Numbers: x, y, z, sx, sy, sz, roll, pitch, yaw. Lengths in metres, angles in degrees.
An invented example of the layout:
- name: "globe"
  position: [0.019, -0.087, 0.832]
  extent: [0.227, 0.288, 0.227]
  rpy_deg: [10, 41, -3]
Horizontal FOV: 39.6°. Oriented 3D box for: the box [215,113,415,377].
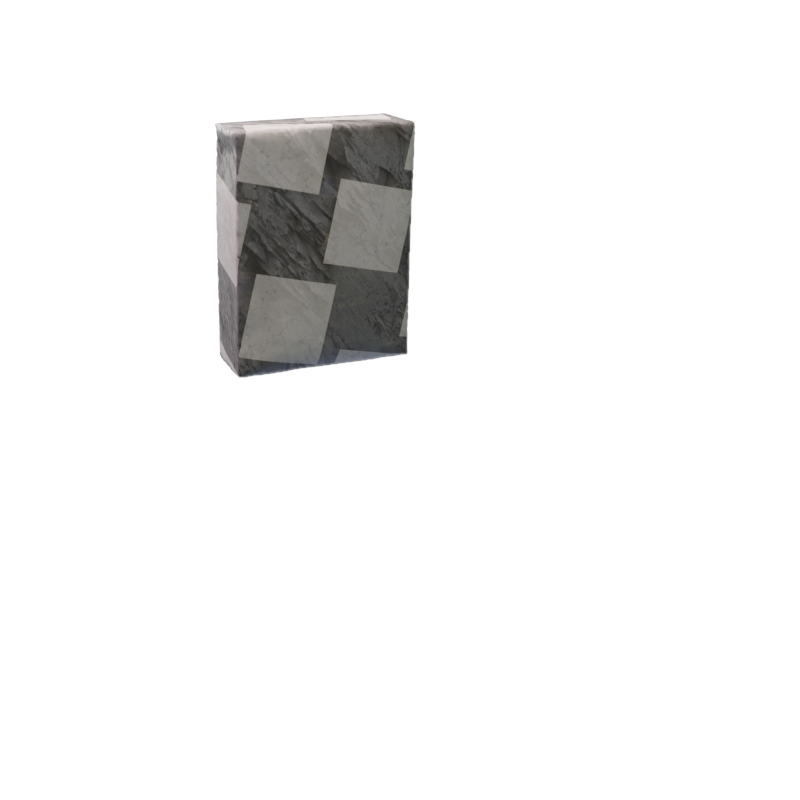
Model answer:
- name: "box"
  position: [-0.076, -0.139, 0.972]
  extent: [0.160, 0.206, 0.076]
  rpy_deg: [-7, 17, -23]
